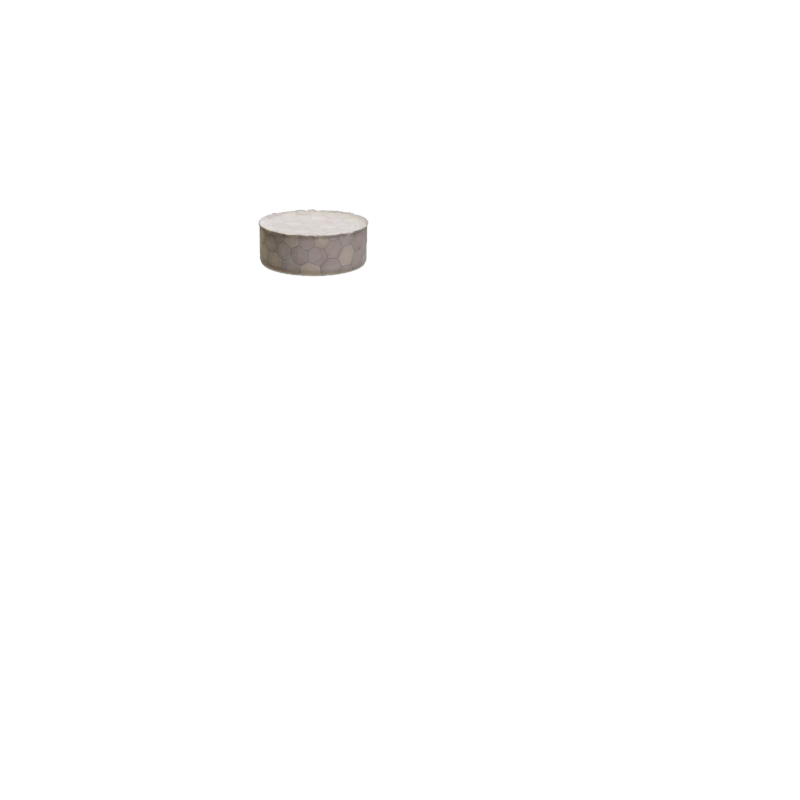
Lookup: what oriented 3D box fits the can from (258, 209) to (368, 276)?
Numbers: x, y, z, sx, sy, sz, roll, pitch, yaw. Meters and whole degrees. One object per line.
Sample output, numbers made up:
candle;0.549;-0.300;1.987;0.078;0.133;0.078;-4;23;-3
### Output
can;-0.068;-0.124;0.871;0.086;0.032;0.090;-1;21;-2
